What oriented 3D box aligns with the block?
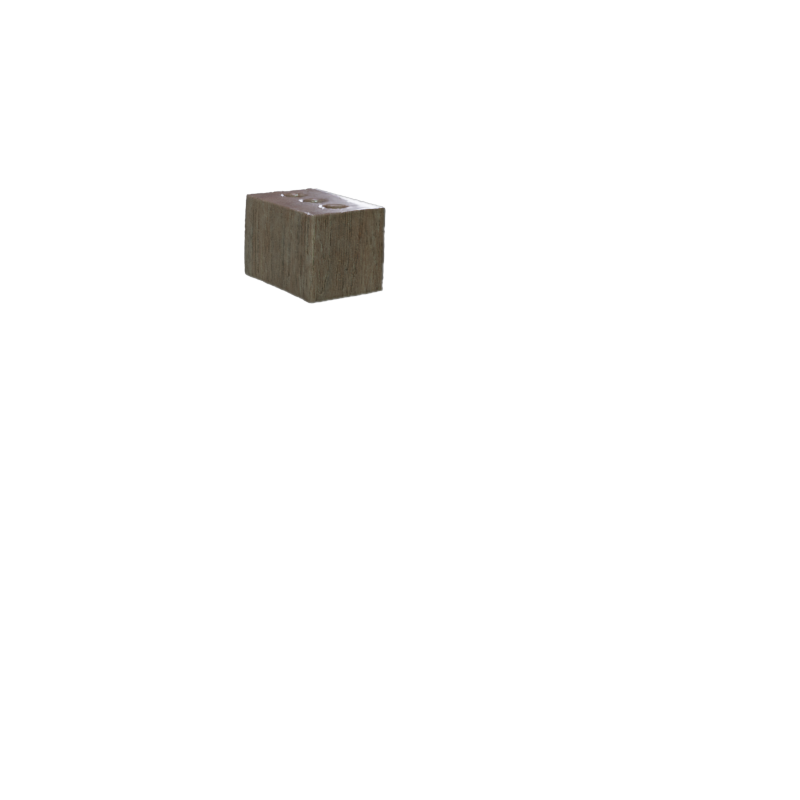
[{"bbox_3d":[-0.051,-0.094,0.656,0.051,0.049,0.083,-11,21,-33],"label":"block"}]
